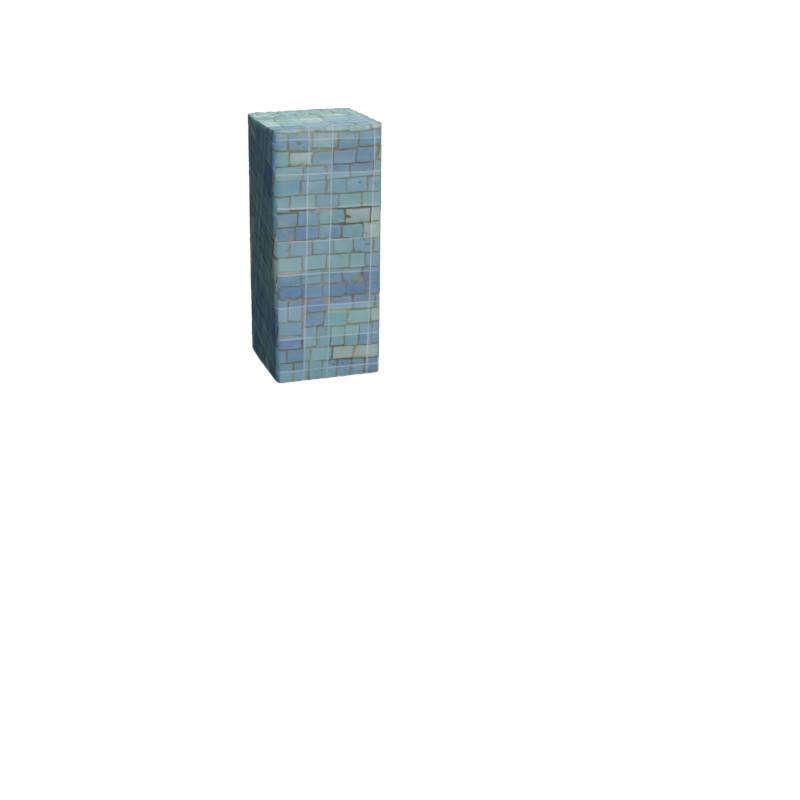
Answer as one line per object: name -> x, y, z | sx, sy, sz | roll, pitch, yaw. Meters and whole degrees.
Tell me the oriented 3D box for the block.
block -> -0.071, -0.130, 0.910 | 0.089, 0.198, 0.095 | -5, 18, -18
